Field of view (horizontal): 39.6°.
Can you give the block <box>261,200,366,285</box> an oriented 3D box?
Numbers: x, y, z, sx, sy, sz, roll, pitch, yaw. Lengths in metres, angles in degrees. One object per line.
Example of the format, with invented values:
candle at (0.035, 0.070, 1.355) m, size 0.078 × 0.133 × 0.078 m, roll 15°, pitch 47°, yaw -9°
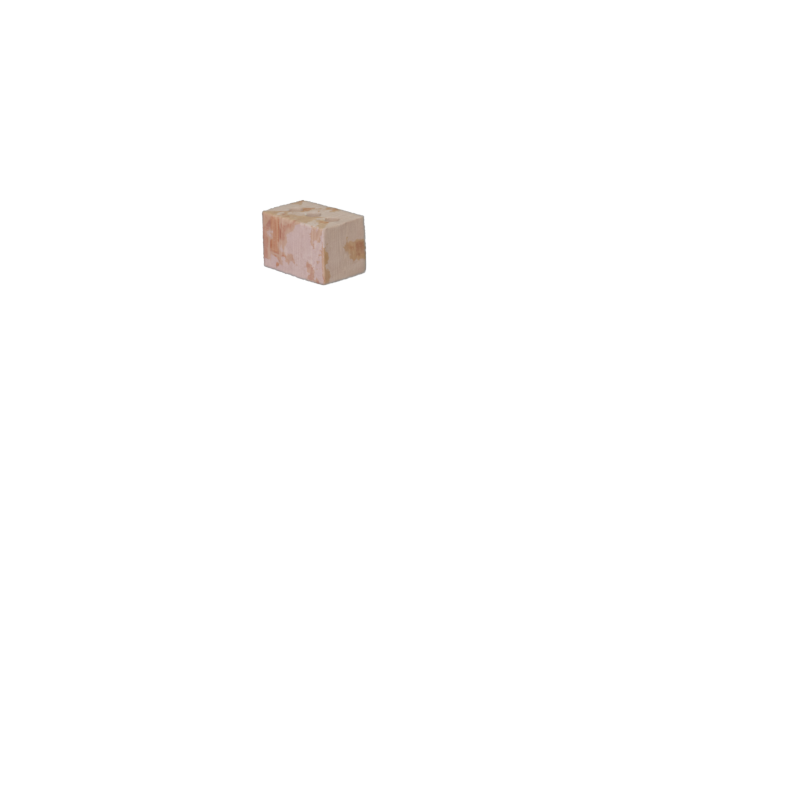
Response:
block at (-0.075, -0.136, 0.954) m, size 0.083 × 0.049 × 0.052 m, roll 20°, pitch 28°, yaw 39°
